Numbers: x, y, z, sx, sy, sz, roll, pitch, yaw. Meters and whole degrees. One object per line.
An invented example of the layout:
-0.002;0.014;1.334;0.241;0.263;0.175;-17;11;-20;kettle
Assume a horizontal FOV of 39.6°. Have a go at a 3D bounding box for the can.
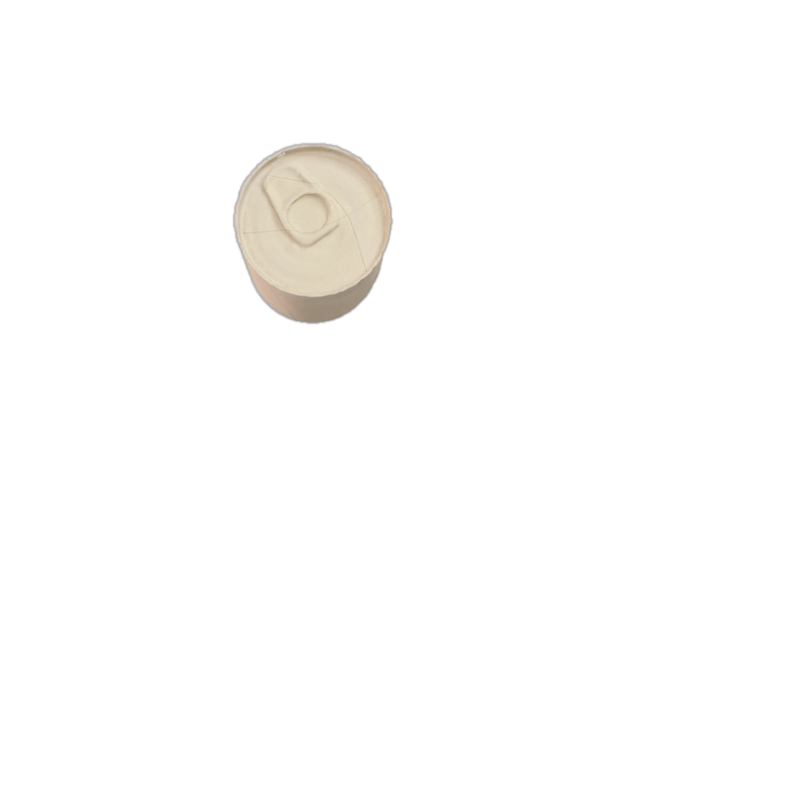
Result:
-0.041;-0.075;0.526;0.068;0.070;0.100;0;-6;-3;can
